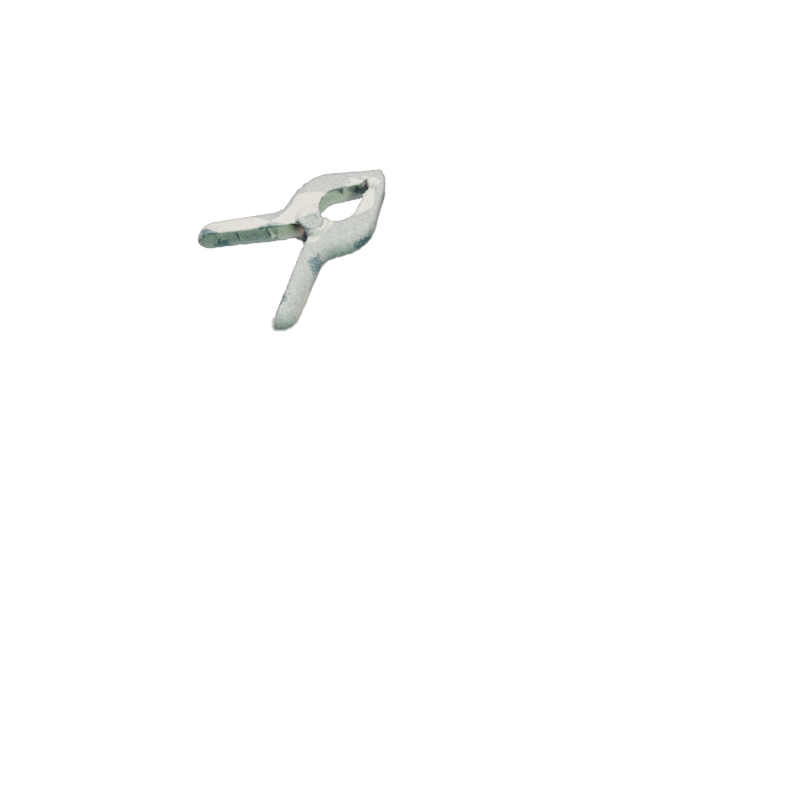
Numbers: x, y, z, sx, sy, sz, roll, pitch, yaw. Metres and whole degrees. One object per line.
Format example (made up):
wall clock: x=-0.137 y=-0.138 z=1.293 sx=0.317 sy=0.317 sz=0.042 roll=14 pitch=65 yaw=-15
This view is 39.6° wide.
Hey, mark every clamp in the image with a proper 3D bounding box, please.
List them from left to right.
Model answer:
clamp: x=-0.075 y=-0.137 z=0.957 sx=0.171 sy=0.126 sz=0.037 roll=-29 pitch=-19 yaw=-12
